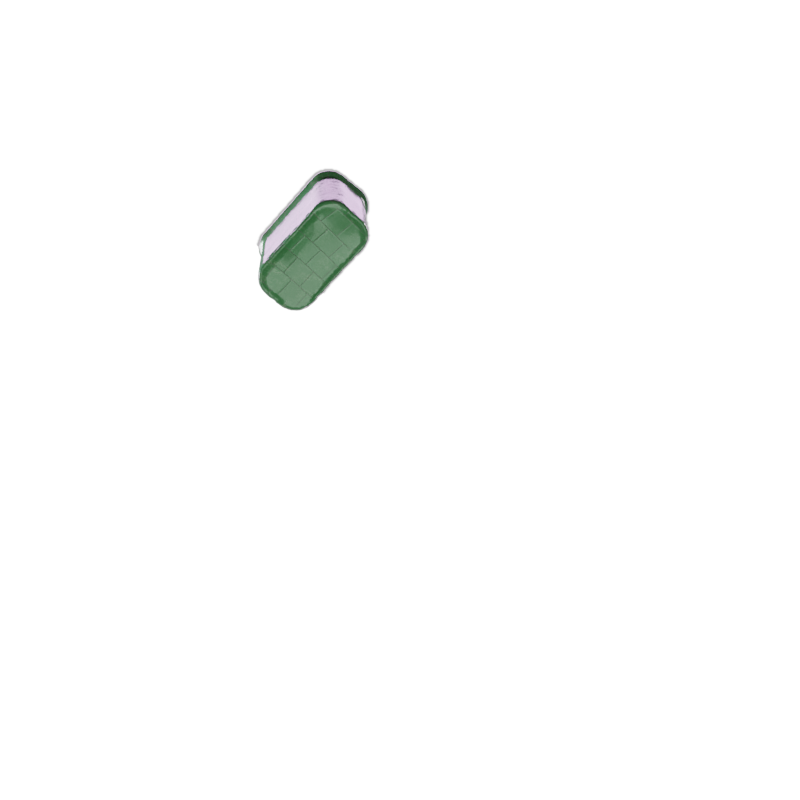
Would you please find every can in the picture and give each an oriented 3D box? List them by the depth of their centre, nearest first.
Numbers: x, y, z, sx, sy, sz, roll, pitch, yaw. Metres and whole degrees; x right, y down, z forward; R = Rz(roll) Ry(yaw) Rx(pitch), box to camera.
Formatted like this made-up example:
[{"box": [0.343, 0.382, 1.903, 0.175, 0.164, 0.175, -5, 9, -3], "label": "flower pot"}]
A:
[{"box": [-0.071, -0.130, 0.907, 0.055, 0.101, 0.088, 39, 16, -18], "label": "can"}]
